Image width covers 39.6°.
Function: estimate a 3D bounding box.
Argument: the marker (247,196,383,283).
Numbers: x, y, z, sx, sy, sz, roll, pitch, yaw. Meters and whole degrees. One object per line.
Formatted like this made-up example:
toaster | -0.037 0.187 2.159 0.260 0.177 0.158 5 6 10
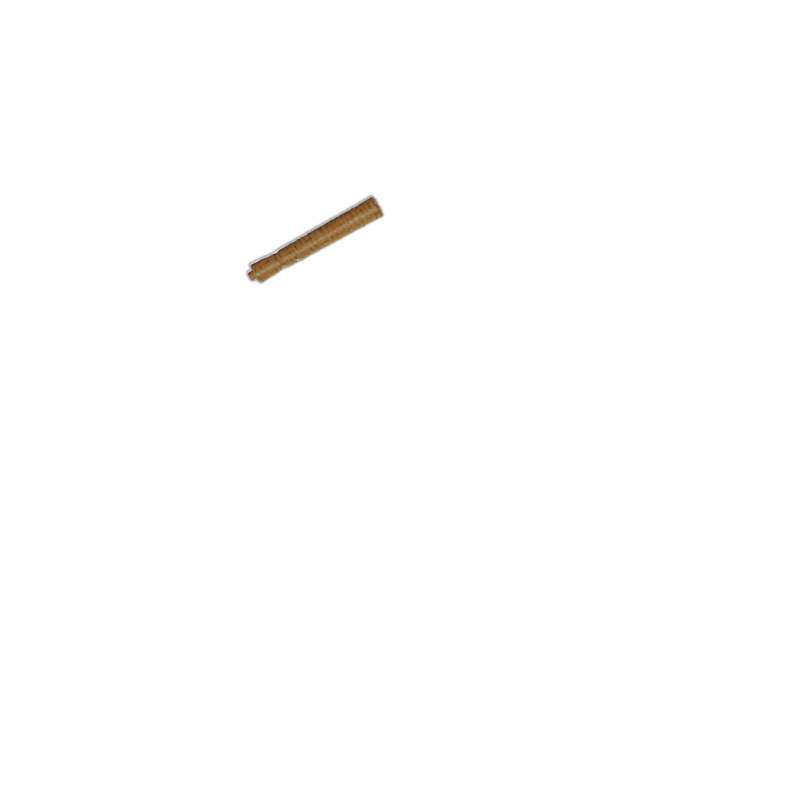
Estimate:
marker | -0.071 -0.129 0.900 0.121 0.020 0.020 -28 0 9
